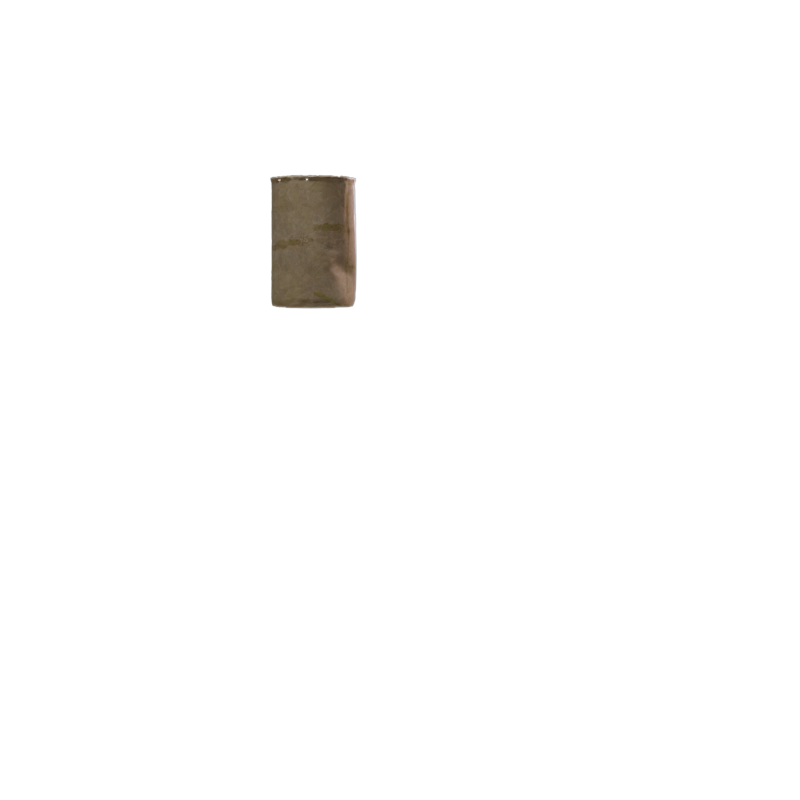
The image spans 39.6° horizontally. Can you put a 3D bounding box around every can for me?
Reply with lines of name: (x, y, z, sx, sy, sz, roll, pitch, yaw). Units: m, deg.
can: (-0.069, -0.125, 0.877, 0.068, 0.102, 0.069, 0, 3, -2)
